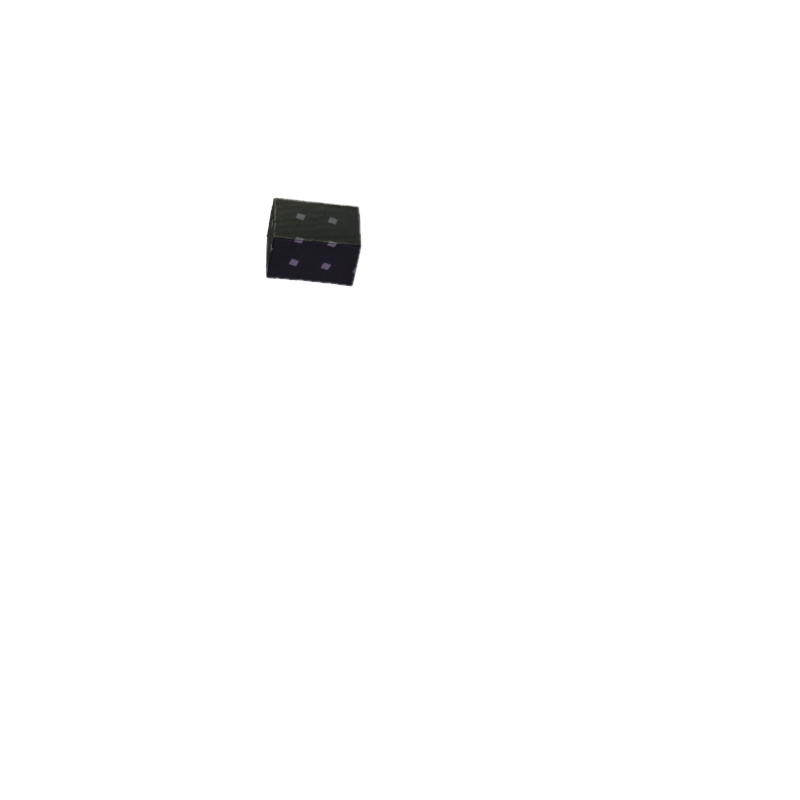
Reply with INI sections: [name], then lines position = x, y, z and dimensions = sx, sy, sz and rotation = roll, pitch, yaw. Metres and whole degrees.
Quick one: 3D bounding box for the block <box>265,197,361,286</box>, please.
[block]
position = -0.076, -0.138, 0.965
dimensions = 0.077, 0.055, 0.050
rotation = 6, -41, -8
